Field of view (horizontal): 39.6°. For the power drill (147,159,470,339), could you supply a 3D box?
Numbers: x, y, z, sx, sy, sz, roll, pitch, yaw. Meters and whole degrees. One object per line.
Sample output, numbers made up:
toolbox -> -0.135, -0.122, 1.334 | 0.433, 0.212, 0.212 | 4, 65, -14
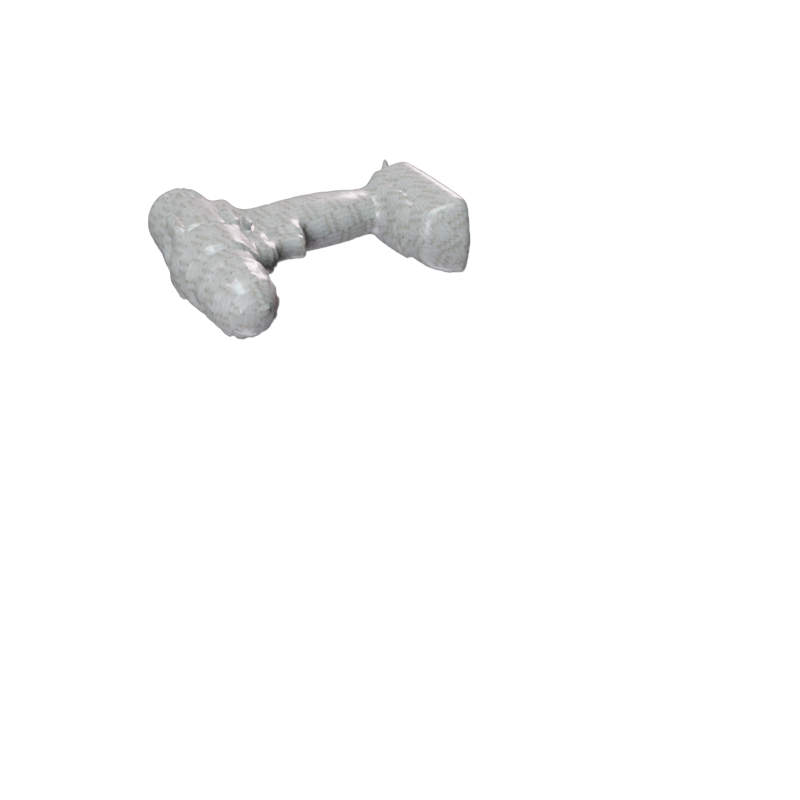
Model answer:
power drill -> -0.055, -0.100, 0.700 | 0.184, 0.054, 0.198 | -11, 30, -20
